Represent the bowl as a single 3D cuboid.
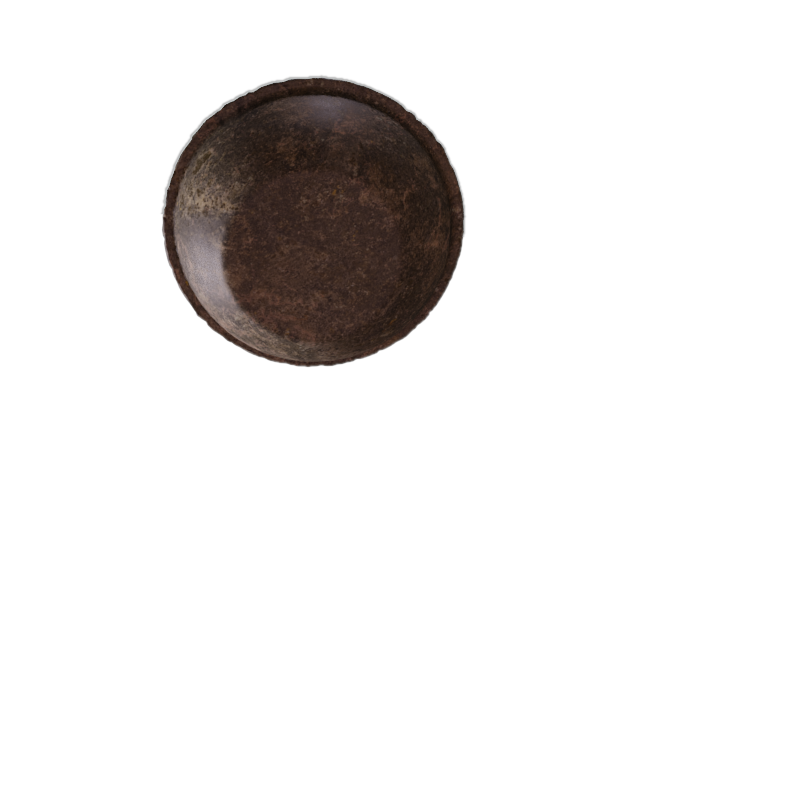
[{"bbox_3d":[-0.045,-0.081,0.570,0.162,0.155,0.057,0,19,-1],"label":"bowl"}]
